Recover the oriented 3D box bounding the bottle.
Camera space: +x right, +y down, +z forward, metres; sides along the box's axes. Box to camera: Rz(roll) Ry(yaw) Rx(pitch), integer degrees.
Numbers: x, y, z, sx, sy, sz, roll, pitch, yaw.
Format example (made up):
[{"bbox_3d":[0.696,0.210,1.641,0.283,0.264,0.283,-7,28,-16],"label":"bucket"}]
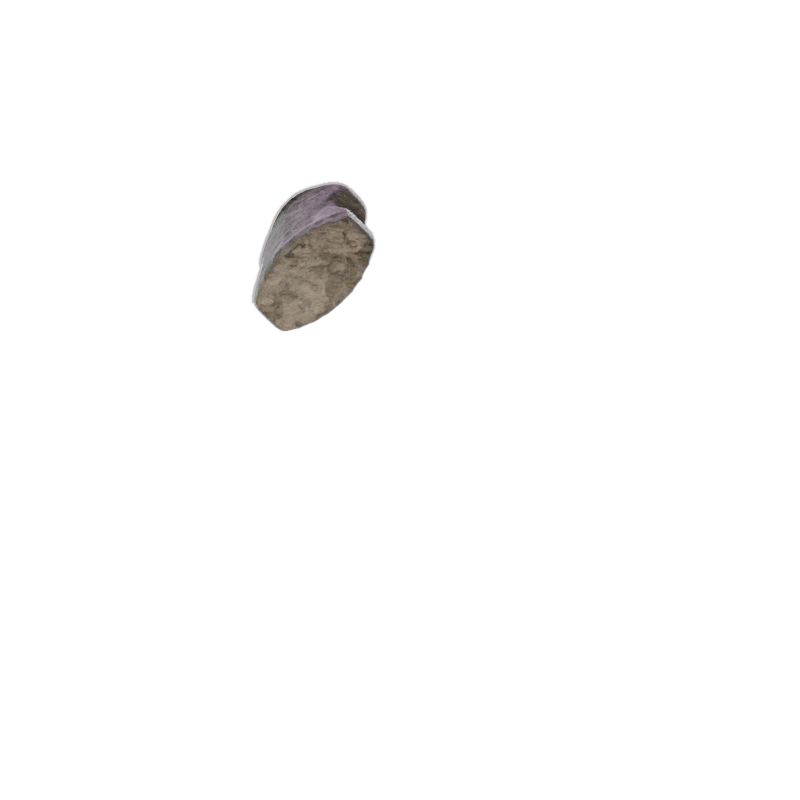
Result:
[{"bbox_3d":[-0.069,-0.125,0.873,0.056,0.095,0.201,43,13,-18],"label":"bottle"}]
